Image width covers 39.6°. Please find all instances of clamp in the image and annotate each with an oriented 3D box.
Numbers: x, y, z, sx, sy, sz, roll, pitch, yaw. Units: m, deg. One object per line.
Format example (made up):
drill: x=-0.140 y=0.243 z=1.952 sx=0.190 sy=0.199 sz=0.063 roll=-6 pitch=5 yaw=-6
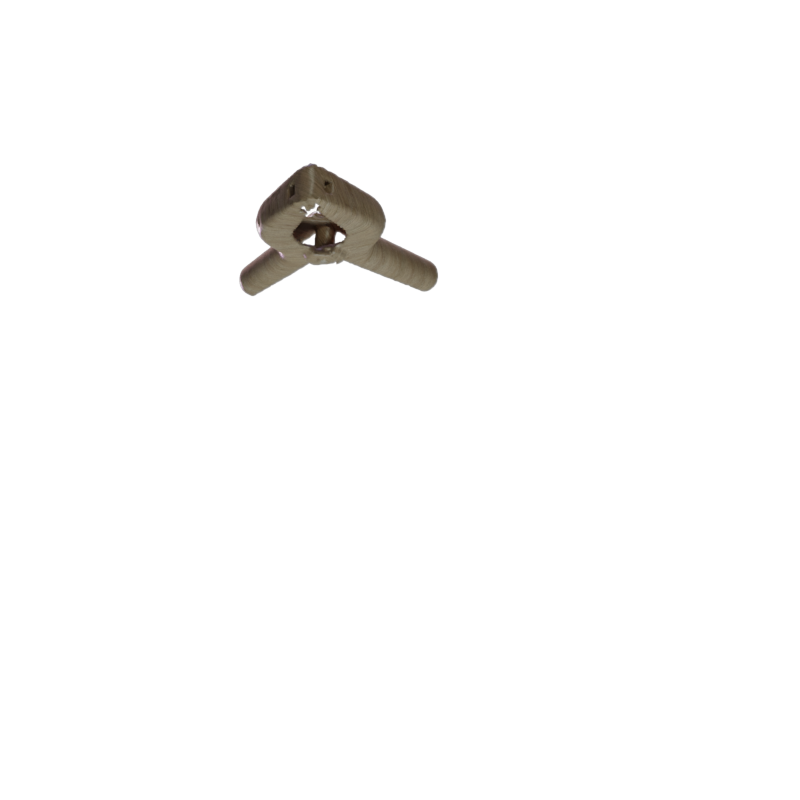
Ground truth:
clamp: x=-0.066 y=-0.121 z=0.846 sx=0.167 sy=0.038 sz=0.198 roll=-3 pitch=-15 yaw=11
